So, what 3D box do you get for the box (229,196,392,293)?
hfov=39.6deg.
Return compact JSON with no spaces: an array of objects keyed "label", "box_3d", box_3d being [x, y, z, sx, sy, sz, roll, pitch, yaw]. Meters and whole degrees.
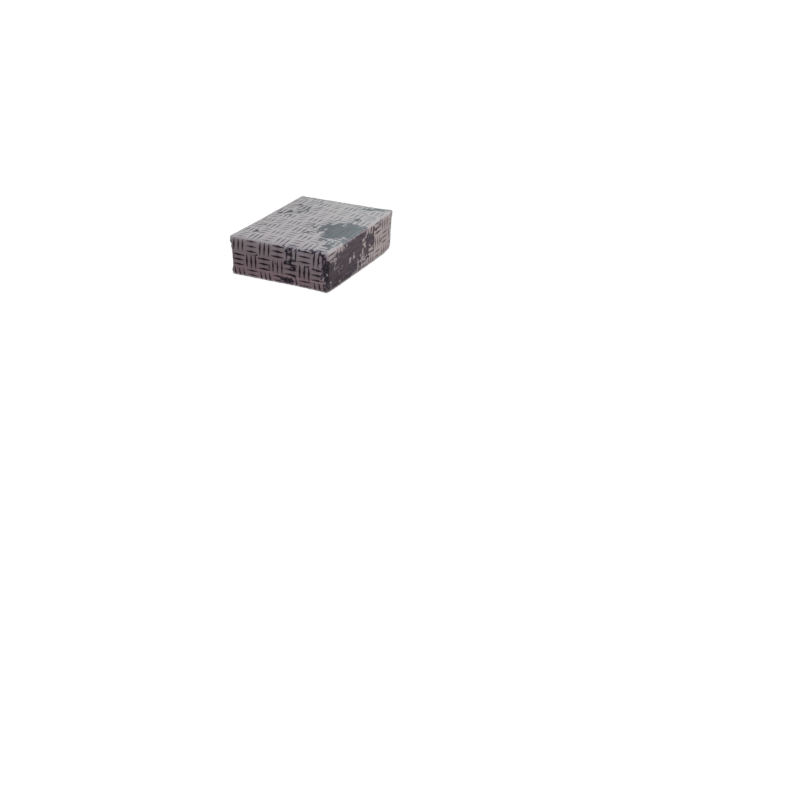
[{"label":"box","box_3d":[-0.070,-0.129,0.901,0.094,0.037,0.114,13,29,25]}]
